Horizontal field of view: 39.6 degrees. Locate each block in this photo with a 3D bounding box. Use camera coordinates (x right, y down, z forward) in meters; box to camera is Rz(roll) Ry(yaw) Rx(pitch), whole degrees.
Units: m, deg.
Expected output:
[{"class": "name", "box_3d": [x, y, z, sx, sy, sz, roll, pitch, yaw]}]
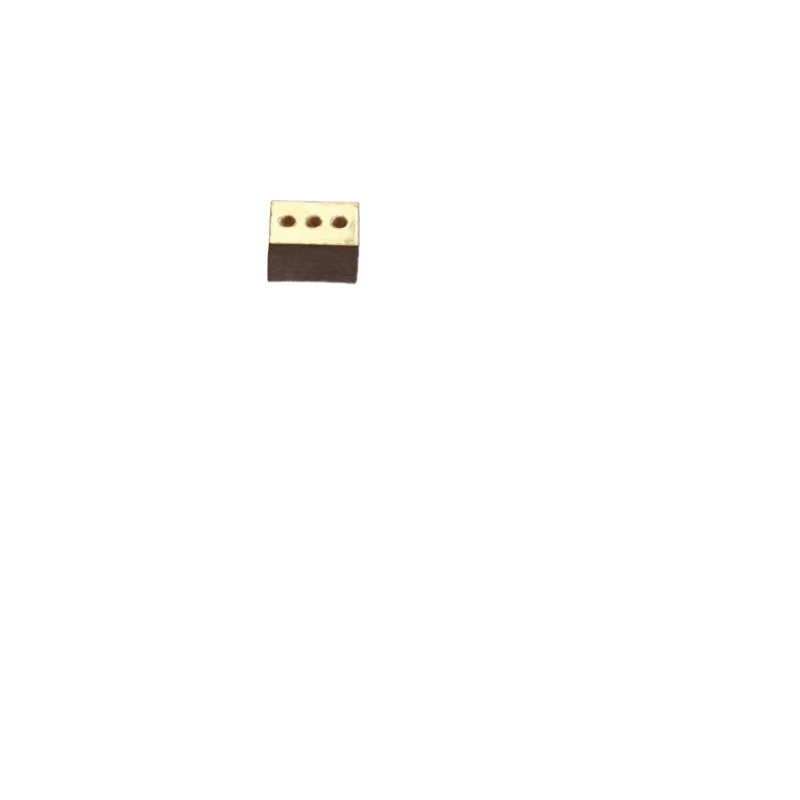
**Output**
[{"class": "block", "box_3d": [-0.074, -0.135, 0.946, 0.078, 0.056, 0.048, 1, -38, -1]}]
